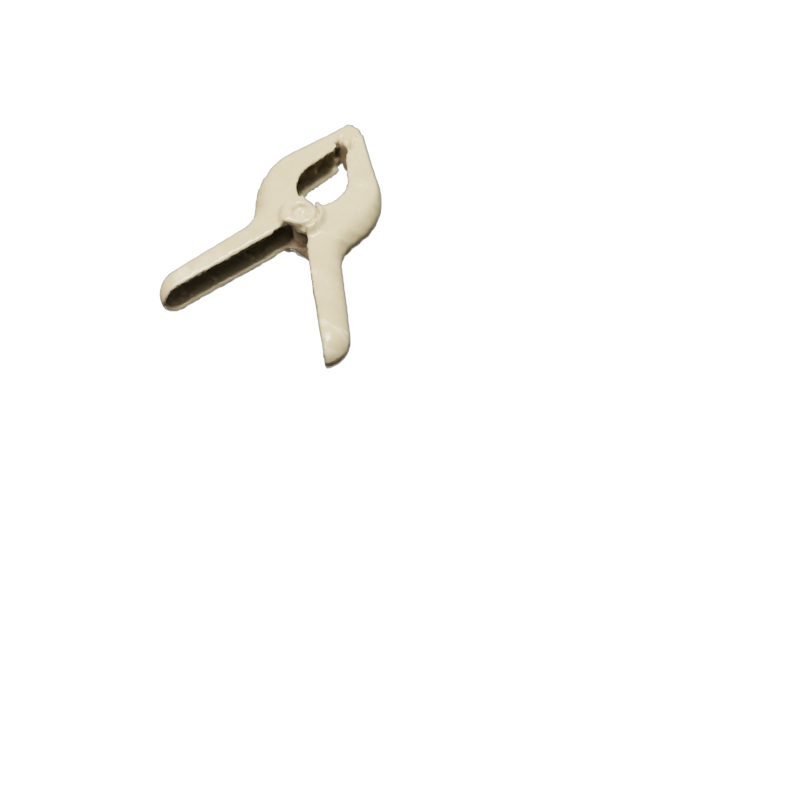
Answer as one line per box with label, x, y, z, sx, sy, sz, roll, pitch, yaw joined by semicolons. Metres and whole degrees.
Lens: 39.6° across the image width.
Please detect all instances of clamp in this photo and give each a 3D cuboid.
clamp;-0.053;-0.097;0.682;0.124;0.176;0.037;28;-26;15
